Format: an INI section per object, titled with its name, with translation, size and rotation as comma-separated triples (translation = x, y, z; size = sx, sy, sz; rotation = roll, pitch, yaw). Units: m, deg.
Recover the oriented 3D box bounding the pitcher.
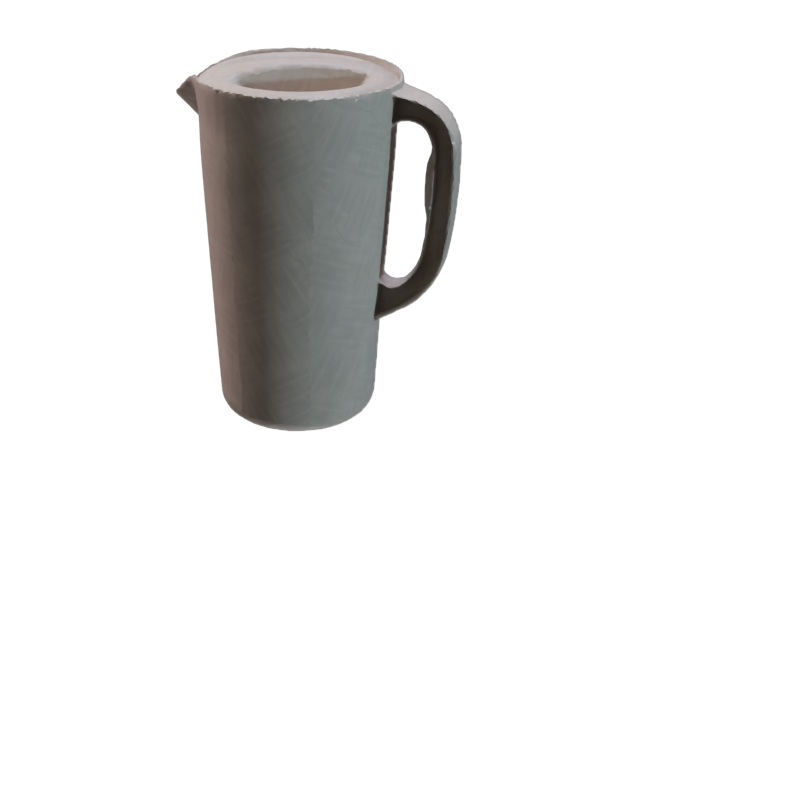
[pitcher]
translation = -0.058, -0.105, 0.736
size = 0.142, 0.230, 0.160
rotation = -12, 29, -27
